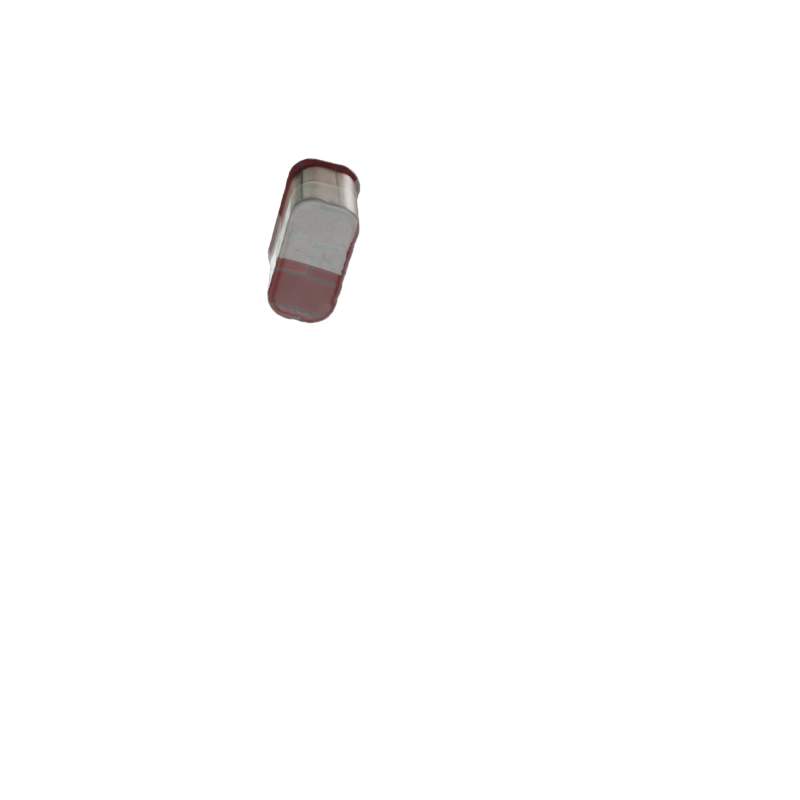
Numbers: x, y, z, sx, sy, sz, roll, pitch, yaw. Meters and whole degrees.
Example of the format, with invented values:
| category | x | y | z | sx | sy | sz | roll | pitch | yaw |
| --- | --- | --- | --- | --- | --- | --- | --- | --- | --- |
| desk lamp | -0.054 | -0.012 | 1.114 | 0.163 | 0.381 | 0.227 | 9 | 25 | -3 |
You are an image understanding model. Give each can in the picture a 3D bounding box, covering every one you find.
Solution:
| category | x | y | z | sx | sy | sz | roll | pitch | yaw |
| --- | --- | --- | --- | --- | --- | --- | --- | --- | --- |
| can | -0.065 | -0.119 | 0.833 | 0.057 | 0.098 | 0.089 | 14 | 26 | -10 |
